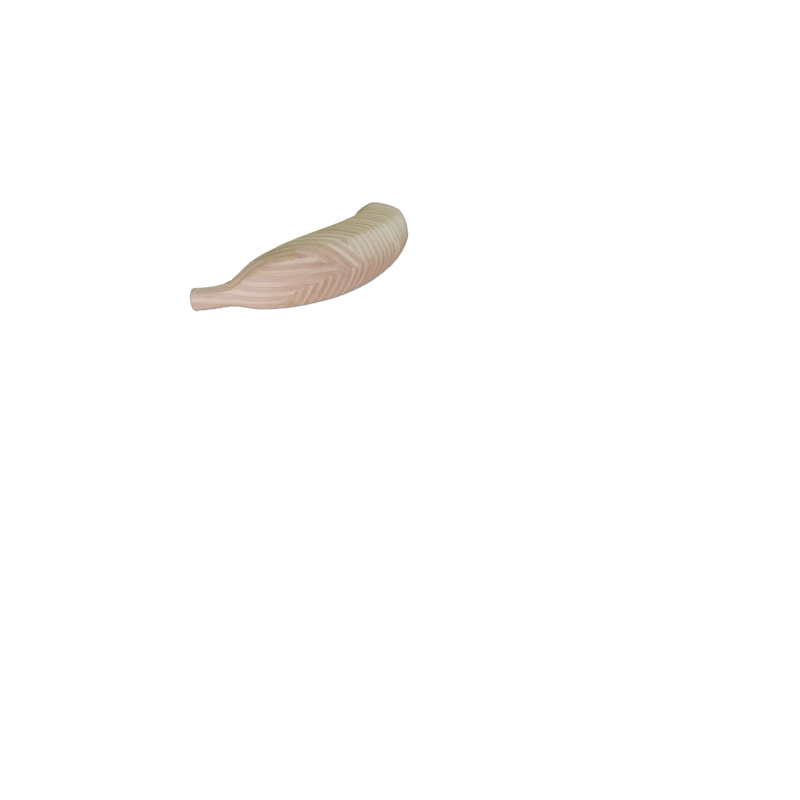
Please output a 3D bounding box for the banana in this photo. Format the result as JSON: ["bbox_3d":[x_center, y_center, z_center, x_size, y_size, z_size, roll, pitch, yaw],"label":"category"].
[{"bbox_3d":[-0.036,-0.088,0.638,0.072,0.035,0.197,11,24,26],"label":"banana"}]
